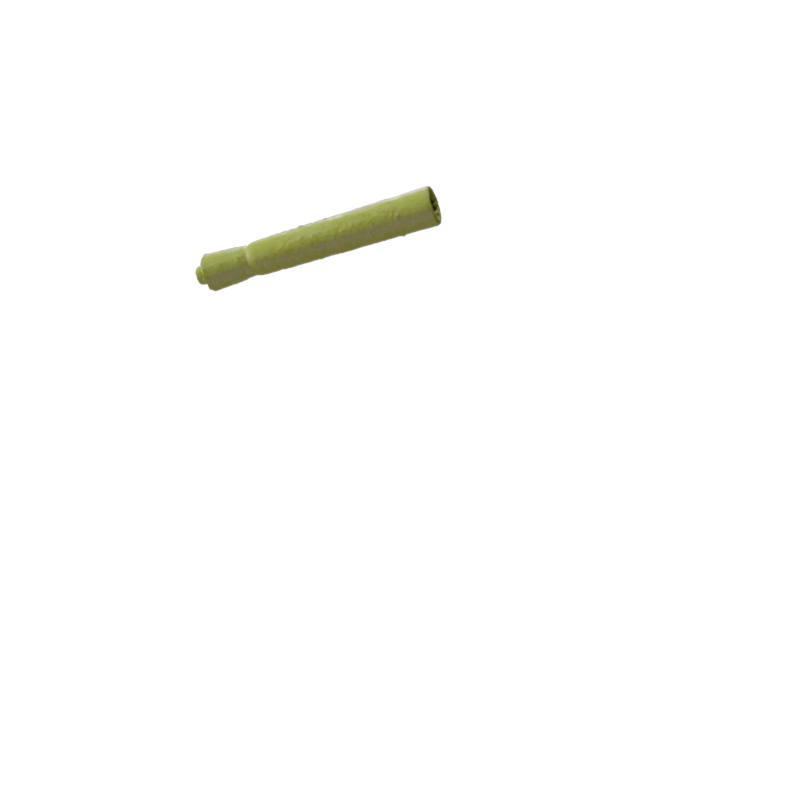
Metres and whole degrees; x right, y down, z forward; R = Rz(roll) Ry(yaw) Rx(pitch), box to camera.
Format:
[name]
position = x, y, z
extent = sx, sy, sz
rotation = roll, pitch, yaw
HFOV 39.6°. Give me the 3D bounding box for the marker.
[marker]
position = -0.041, -0.074, 0.519
extent = 0.122, 0.020, 0.019
rotation = -14, 0, 17
